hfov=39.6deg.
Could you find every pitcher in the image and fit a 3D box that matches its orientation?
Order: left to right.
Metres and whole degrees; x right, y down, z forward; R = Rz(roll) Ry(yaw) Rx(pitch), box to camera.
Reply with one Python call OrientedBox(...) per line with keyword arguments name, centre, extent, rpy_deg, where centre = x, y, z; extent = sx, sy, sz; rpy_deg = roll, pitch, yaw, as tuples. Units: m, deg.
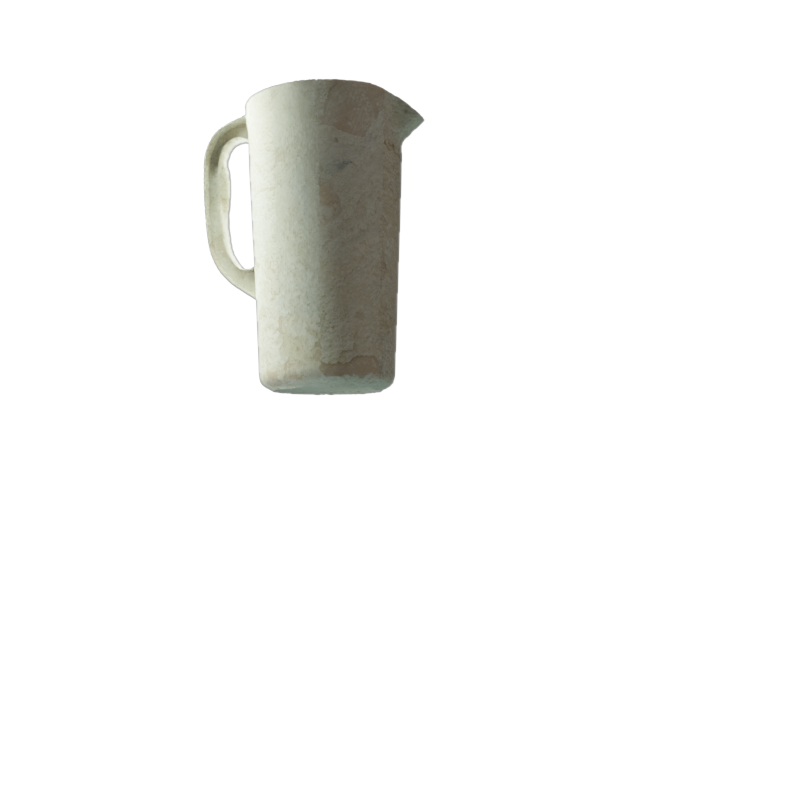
OrientedBox(name="pitcher", centre=(-0.071, -0.129, 0.903), extent=(0.139, 0.249, 0.151), rpy_deg=(5, -11, -30))
